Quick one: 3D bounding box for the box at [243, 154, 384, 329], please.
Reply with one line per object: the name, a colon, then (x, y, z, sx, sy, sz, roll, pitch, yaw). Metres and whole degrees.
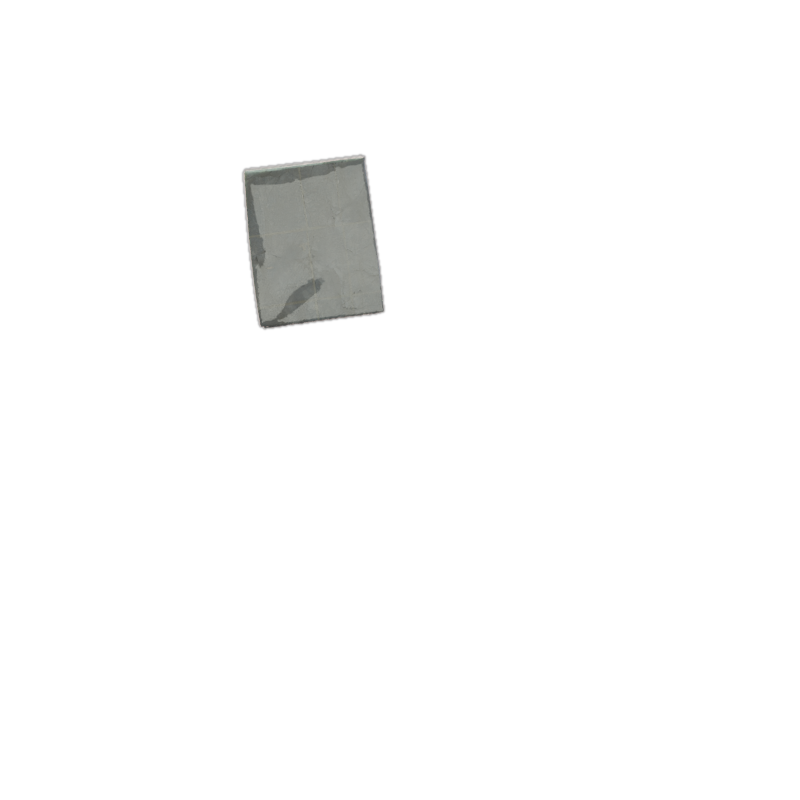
box: (-0.061, -0.112, 0.783, 0.090, 0.112, 0.039, -7, 5, 0)
